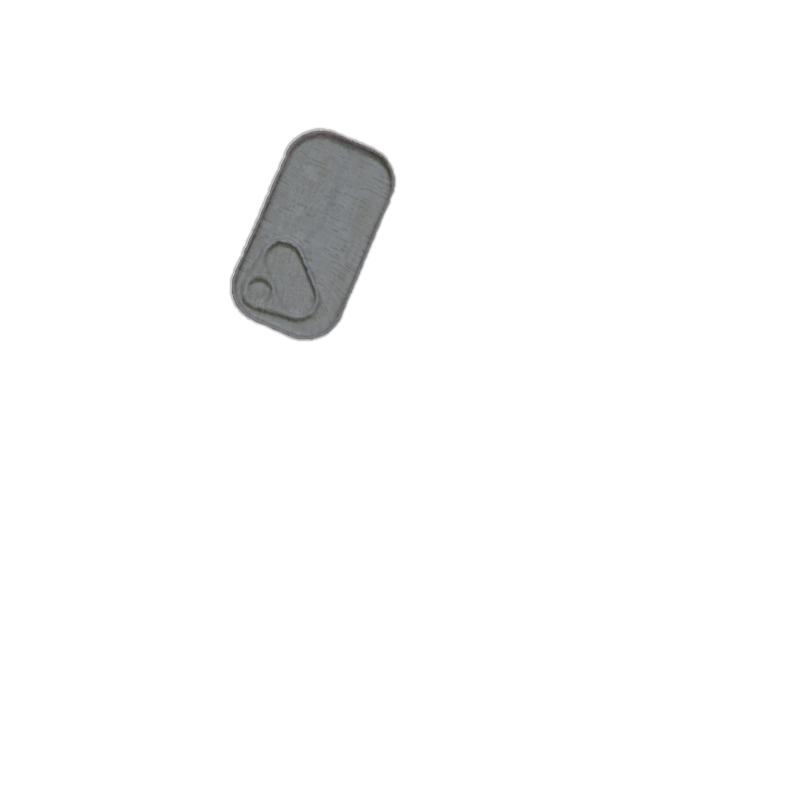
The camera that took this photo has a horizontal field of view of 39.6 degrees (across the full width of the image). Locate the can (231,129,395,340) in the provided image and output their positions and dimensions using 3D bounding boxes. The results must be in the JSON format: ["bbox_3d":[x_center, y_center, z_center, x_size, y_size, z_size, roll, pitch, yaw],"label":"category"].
[{"bbox_3d":[-0.046,-0.083,0.585,0.057,0.103,0.083,23,-3,-3],"label":"can"}]
